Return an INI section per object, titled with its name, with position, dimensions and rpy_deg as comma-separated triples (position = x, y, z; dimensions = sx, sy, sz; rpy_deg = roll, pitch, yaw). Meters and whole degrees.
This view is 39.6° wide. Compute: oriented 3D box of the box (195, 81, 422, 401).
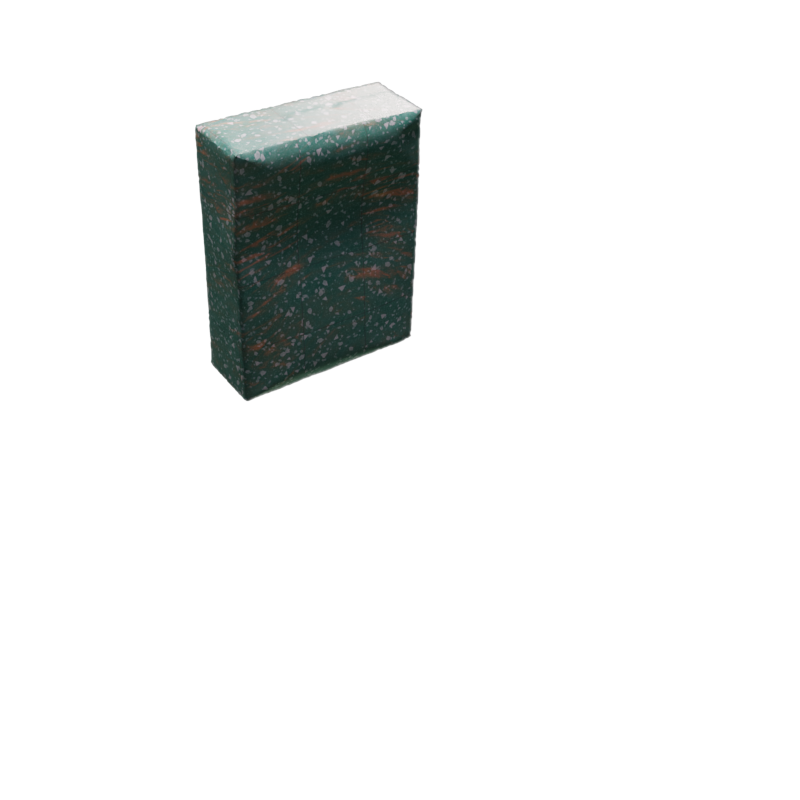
[box]
position = -0.068, -0.124, 0.866
dimensions = 0.162, 0.201, 0.077
rpy_deg = -20, 39, -29
